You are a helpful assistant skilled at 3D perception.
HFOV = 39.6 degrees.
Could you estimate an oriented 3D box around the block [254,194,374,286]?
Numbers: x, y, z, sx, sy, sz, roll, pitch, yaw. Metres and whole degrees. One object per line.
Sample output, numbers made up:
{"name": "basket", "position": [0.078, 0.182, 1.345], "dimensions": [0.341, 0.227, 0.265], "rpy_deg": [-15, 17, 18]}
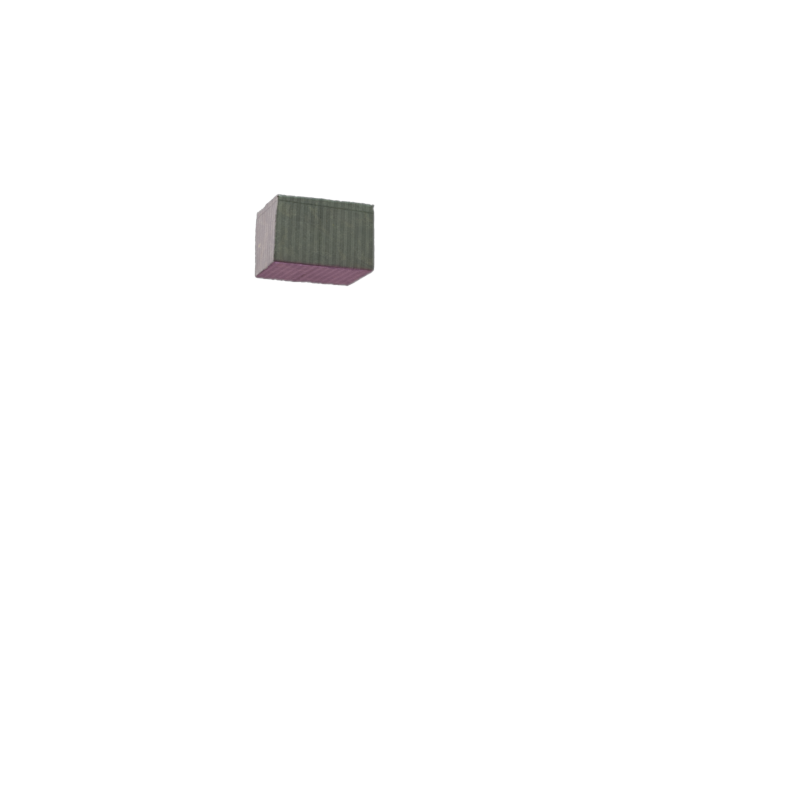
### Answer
{"name": "block", "position": [-0.064, -0.116, 0.815], "dimensions": [0.076, 0.053, 0.053], "rpy_deg": [4, -12, -21]}
